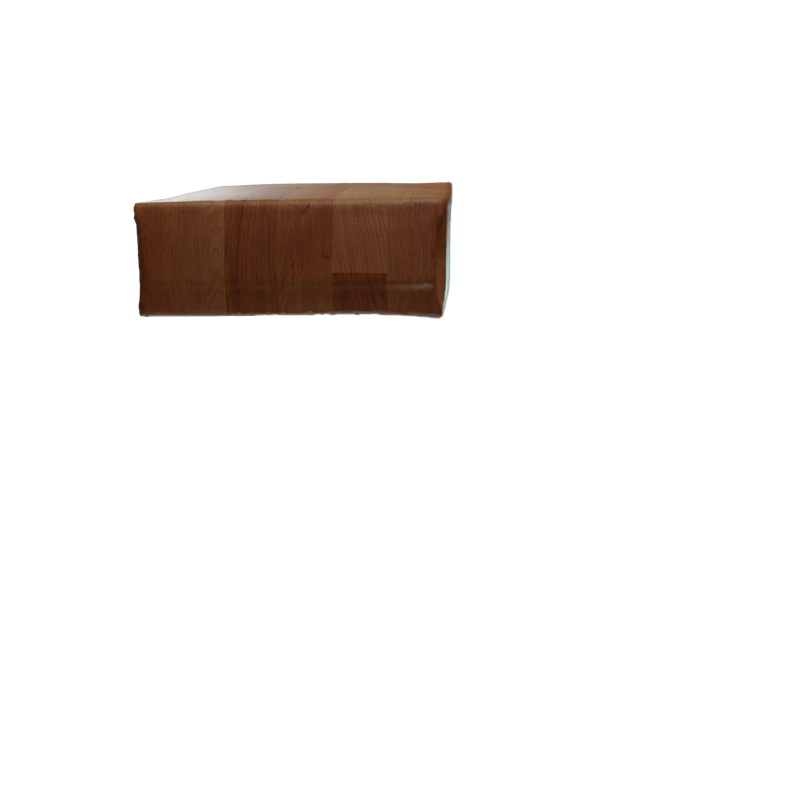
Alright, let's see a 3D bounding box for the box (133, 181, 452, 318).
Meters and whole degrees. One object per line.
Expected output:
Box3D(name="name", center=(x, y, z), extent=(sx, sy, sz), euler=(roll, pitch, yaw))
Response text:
Box3D(name="box", center=(-0.028, -0.052, 0.365), extent=(0.091, 0.038, 0.114), euler=(1, 11, 5))
